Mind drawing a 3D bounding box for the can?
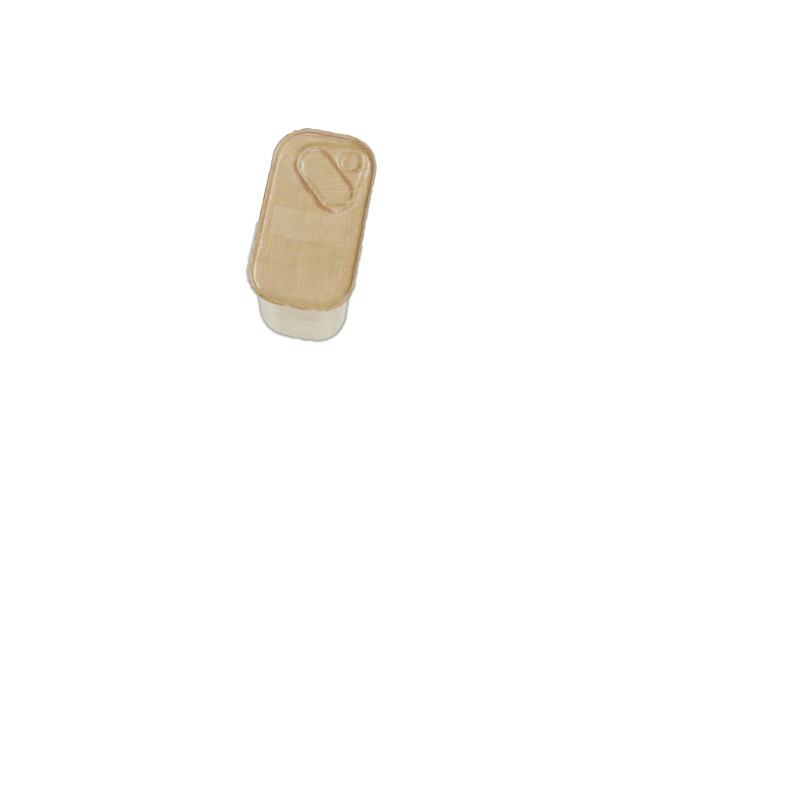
[{"bbox_3d":[-0.049,-0.090,0.631,0.058,0.106,0.081,10,-15,-1],"label":"can"}]
